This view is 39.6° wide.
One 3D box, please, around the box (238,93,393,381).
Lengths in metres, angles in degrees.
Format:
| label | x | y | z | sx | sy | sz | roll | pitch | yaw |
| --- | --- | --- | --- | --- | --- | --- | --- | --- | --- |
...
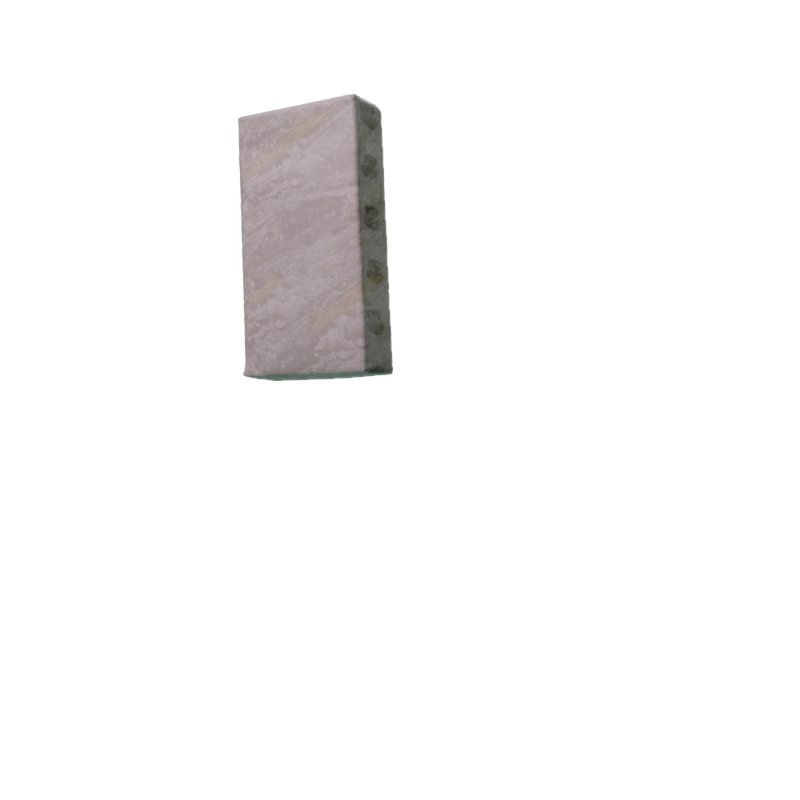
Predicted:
| label | x | y | z | sx | sy | sz | roll | pitch | yaw |
| --- | --- | --- | --- | --- | --- | --- | --- | --- | --- |
| box | -0.056 | -0.103 | 0.721 | 0.096 | 0.181 | 0.046 | -6 | -12 | 29 |
